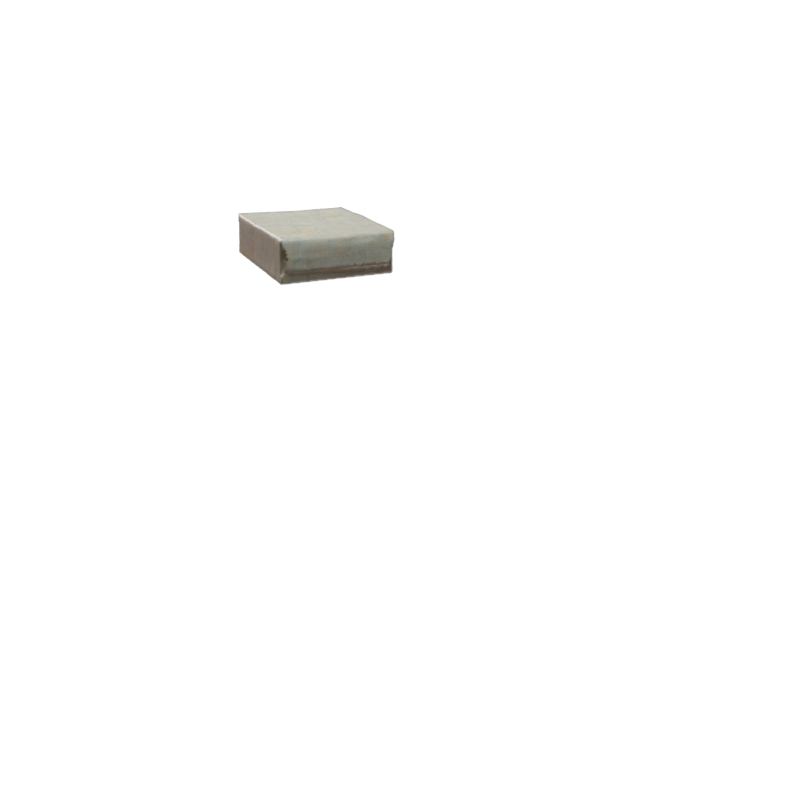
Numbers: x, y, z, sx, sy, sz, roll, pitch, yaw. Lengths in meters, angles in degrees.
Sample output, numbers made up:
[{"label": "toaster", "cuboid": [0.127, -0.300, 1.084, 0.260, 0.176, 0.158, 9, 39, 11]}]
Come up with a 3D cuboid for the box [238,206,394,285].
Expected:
[{"label": "box", "cuboid": [-0.054, -0.099, 0.693, 0.071, 0.029, 0.094, -7, 20, -21]}]
